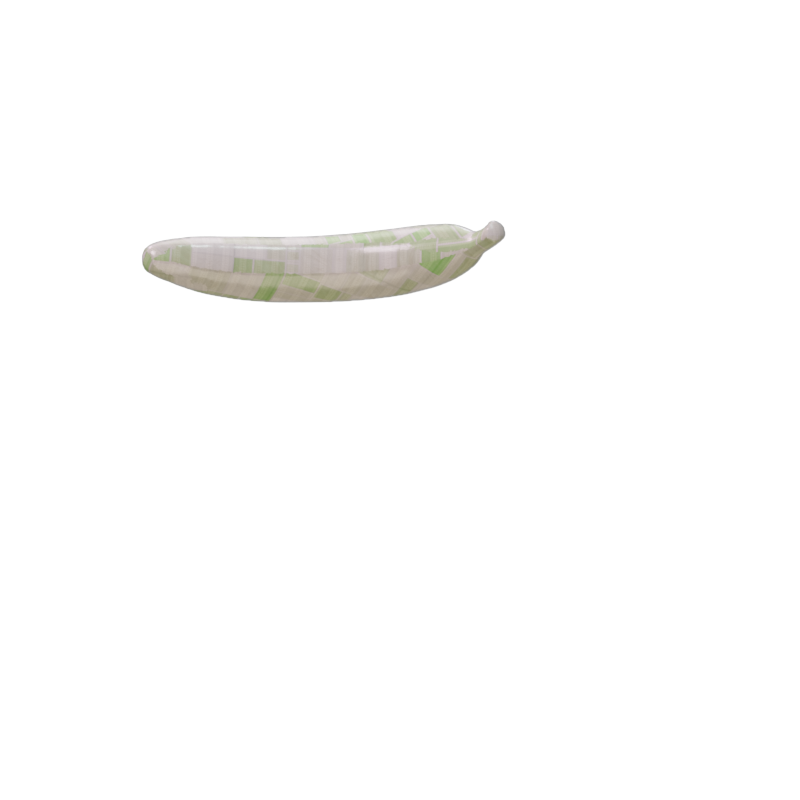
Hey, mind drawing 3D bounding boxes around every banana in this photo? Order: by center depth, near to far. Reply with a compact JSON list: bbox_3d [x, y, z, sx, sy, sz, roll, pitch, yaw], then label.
[{"bbox_3d":[-0.041,-0.080,0.618,0.200,0.039,0.065,-4,-24,10],"label":"banana"}]
